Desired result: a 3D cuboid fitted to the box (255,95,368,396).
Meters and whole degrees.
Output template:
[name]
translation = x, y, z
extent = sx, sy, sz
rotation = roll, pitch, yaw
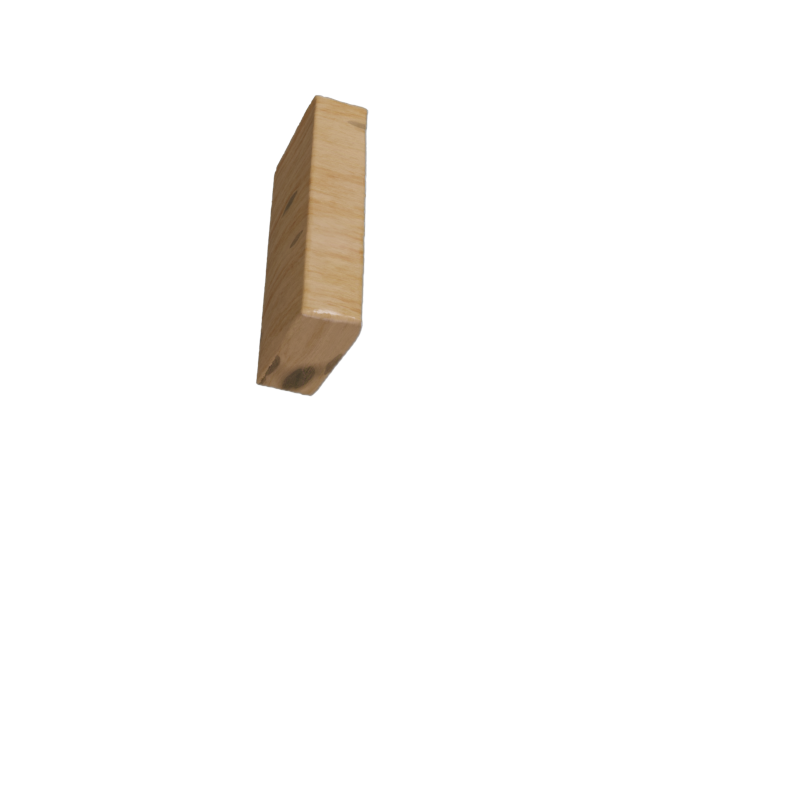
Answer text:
[box]
translation = -0.057, -0.103, 0.724
extent = 0.046, 0.188, 0.090
rotation = 12, -36, -21
